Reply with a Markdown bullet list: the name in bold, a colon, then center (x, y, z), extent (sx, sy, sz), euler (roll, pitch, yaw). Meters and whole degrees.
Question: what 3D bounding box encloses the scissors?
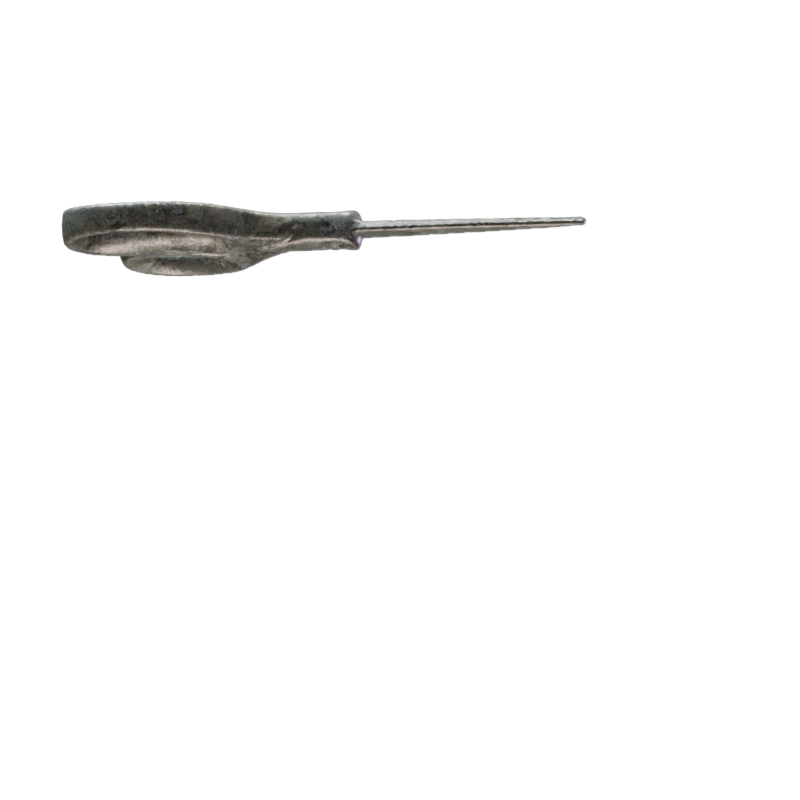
- **scissors**: center (-0.036, -0.066, 0.460), extent (0.200, 0.016, 0.095), euler (1, -5, -7)
